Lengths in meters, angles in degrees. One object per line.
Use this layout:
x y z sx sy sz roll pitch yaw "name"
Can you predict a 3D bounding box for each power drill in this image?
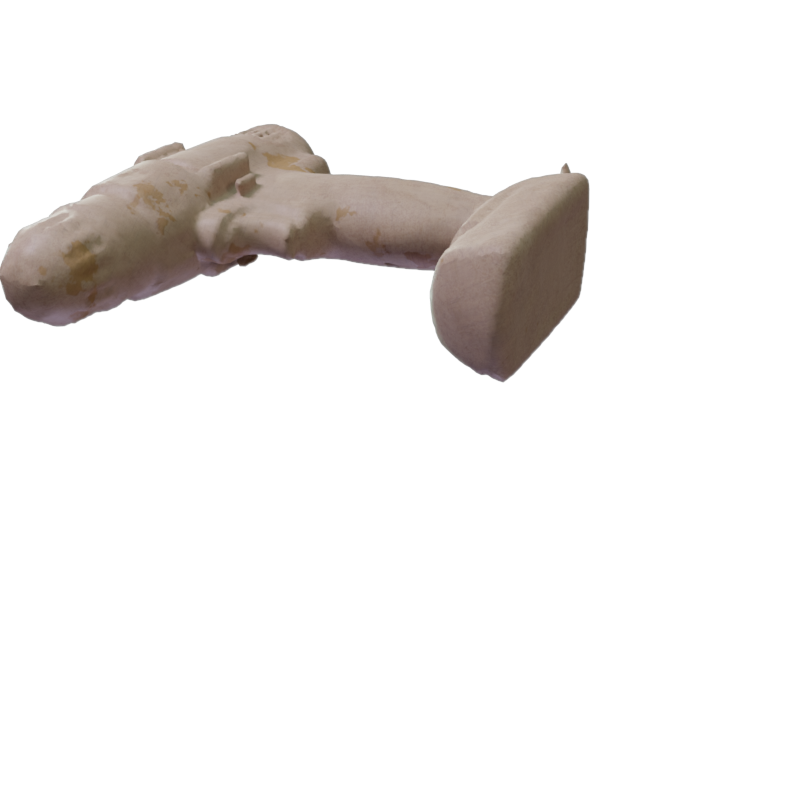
-0.034 -0.062 0.433 0.196 0.054 0.187 14 31 24 "power drill"
